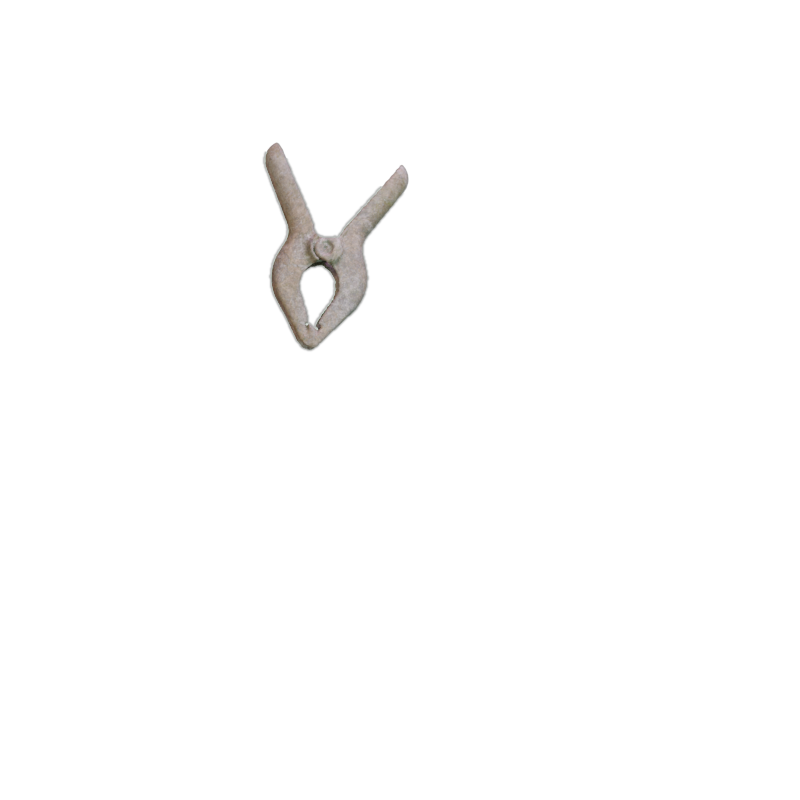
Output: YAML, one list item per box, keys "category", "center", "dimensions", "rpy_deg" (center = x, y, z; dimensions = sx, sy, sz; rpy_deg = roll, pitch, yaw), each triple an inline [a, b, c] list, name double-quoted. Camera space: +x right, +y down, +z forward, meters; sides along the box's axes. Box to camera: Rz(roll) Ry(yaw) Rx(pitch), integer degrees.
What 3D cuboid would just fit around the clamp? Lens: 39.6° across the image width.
- category: "clamp"
  center: [-0.071, -0.130, 0.912]
  dimensions: [0.121, 0.176, 0.038]
  rpy_deg: [16, -14, 4]
